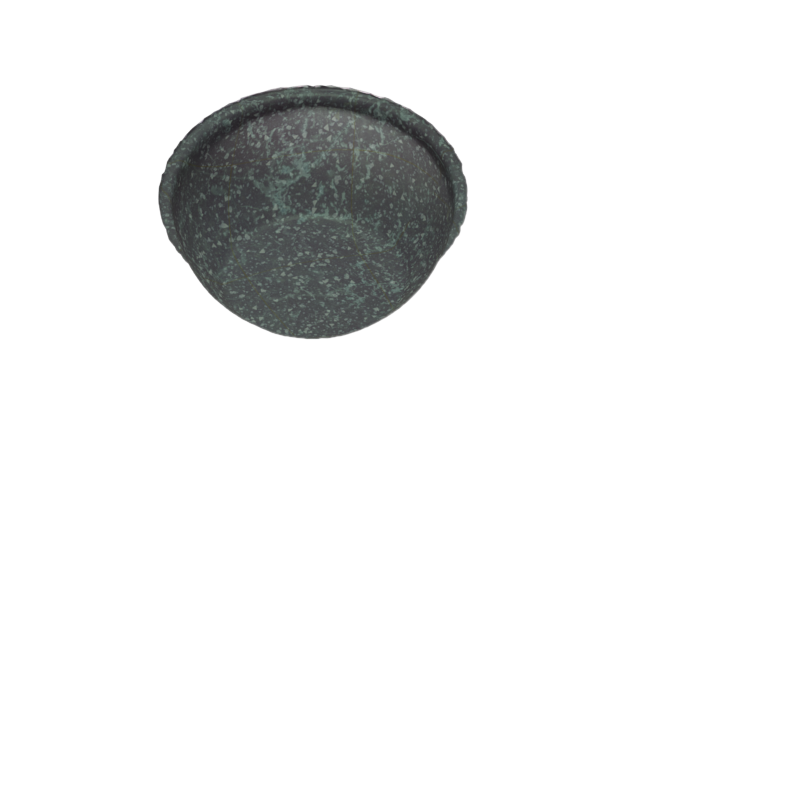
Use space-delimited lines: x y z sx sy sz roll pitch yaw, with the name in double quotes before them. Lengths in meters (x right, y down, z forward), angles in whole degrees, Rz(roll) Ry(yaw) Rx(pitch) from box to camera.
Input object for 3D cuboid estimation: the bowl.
"bowl" -0.044 -0.081 0.564 0.162 0.059 0.151 1 -40 -1
